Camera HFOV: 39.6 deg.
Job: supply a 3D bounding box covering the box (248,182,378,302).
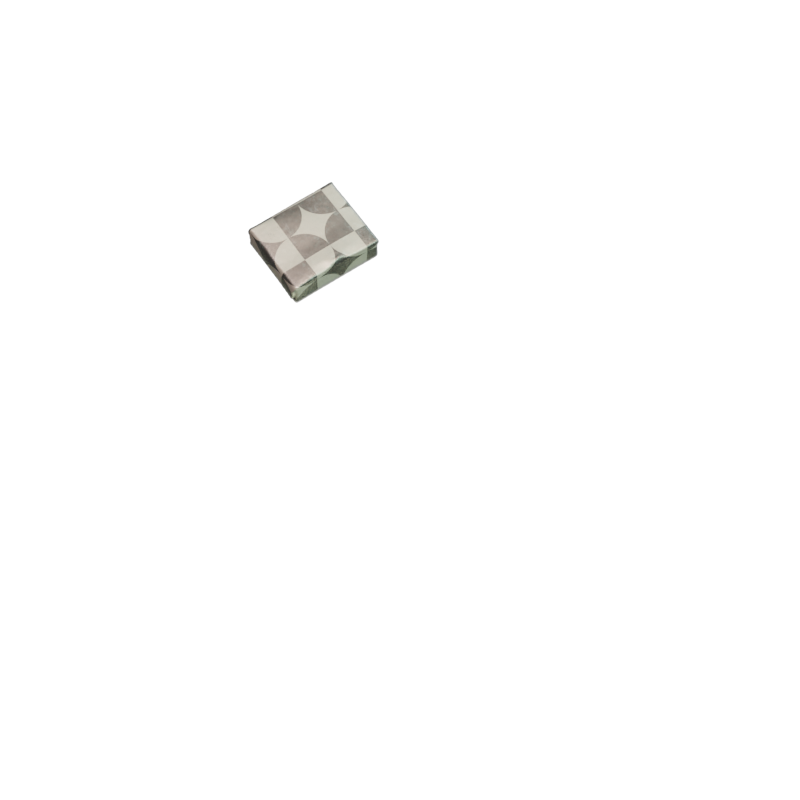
[{"bbox_3d":[-0.075,-0.137,0.957,0.089,0.078,0.028,-31,-24,-16],"label":"box"}]
